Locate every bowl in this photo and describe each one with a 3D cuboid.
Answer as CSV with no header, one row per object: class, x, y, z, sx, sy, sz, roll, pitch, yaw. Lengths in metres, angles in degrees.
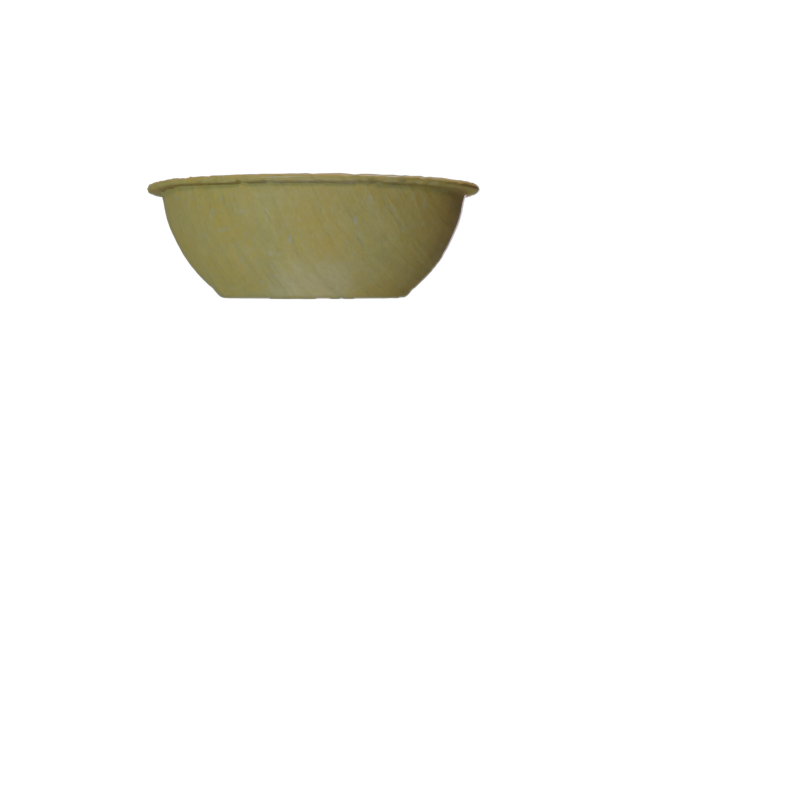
bowl,-0.042,-0.077,0.542,0.162,0.055,0.163,0,5,-2
